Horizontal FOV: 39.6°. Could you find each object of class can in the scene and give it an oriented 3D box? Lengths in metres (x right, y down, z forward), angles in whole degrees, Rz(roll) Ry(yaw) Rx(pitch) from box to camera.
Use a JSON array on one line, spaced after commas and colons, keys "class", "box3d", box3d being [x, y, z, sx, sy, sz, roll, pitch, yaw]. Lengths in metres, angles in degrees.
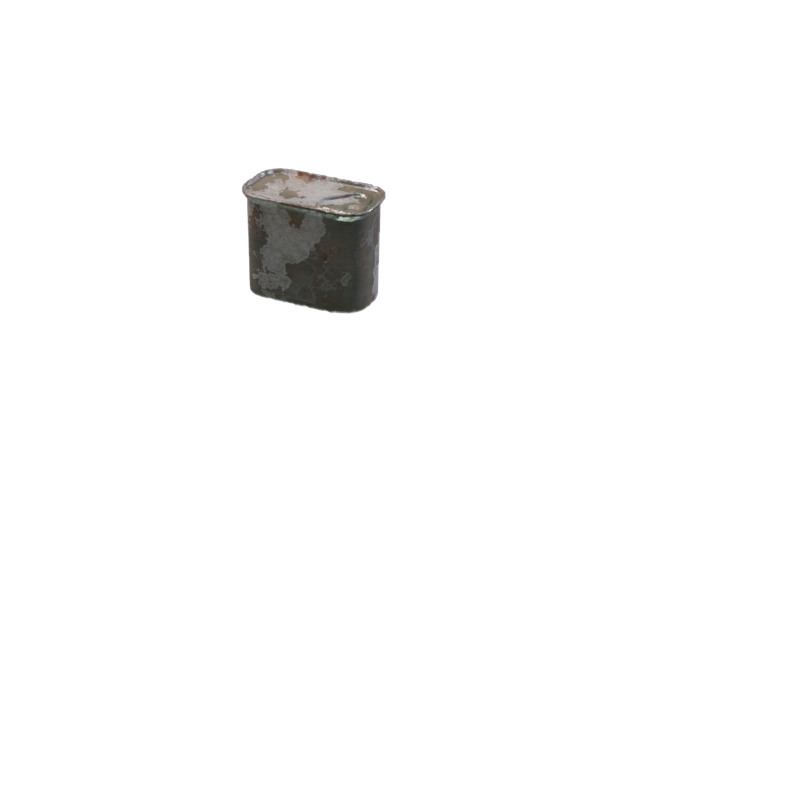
[{"class": "can", "box3d": [-0.064, -0.116, 0.815, 0.106, 0.079, 0.059, 14, 31, 21]}]
